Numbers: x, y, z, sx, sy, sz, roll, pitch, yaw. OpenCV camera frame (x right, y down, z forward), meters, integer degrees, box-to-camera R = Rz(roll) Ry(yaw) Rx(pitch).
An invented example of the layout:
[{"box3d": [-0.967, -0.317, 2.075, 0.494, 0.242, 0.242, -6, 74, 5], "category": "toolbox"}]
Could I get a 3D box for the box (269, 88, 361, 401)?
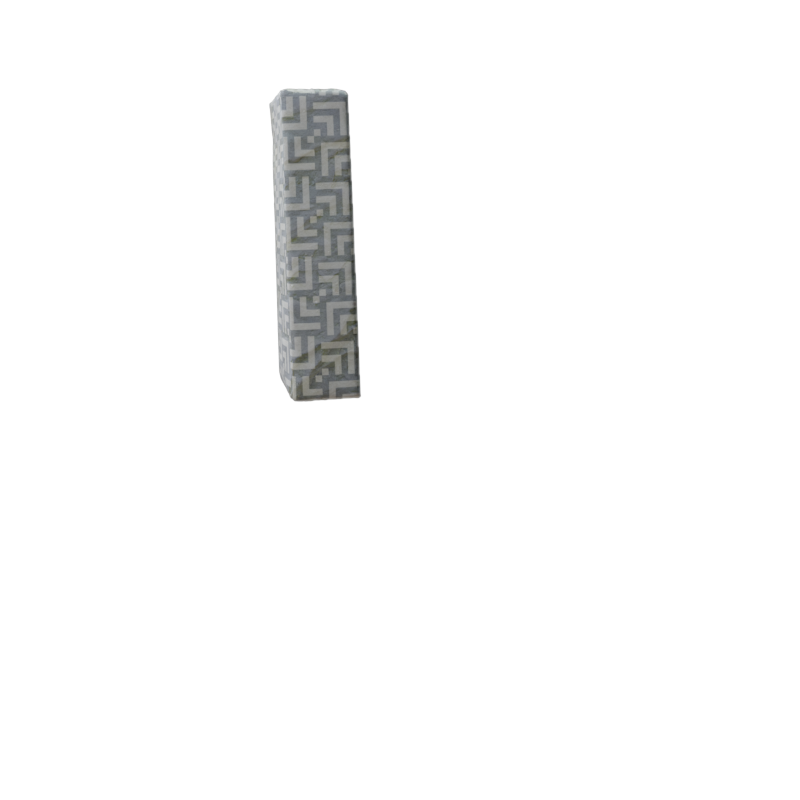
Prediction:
[{"box3d": [-0.052, -0.095, 0.664, 0.047, 0.175, 0.095, 0, 5, -10], "category": "box"}]
